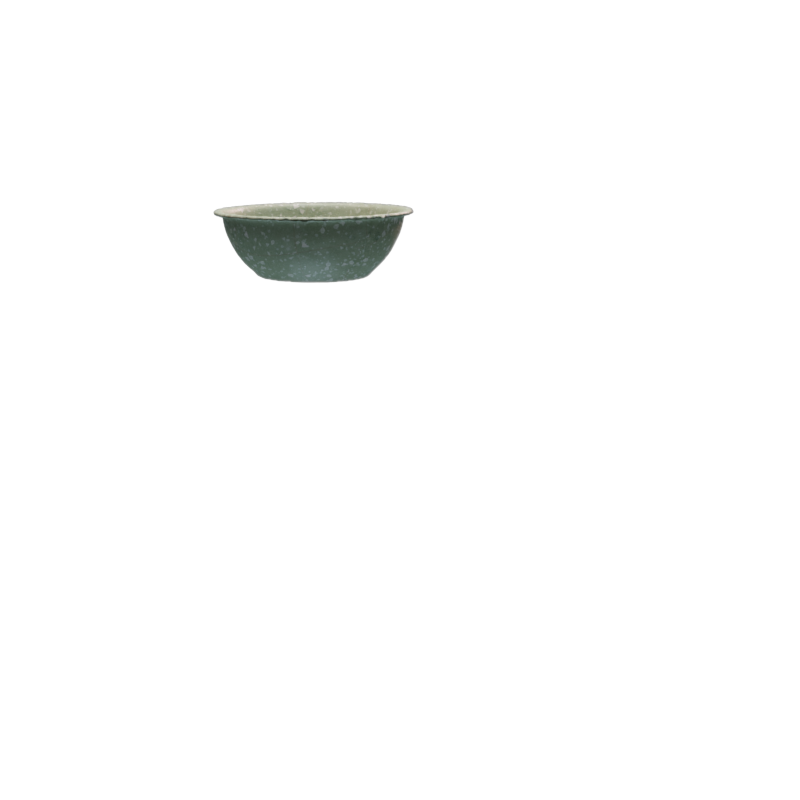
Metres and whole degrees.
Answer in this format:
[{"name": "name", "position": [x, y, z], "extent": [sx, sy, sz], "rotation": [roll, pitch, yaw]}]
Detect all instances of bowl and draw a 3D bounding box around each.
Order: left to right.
[{"name": "bowl", "position": [-0.070, -0.128, 0.899], "extent": [0.162, 0.054, 0.166], "rotation": [0, 13, -2]}]
